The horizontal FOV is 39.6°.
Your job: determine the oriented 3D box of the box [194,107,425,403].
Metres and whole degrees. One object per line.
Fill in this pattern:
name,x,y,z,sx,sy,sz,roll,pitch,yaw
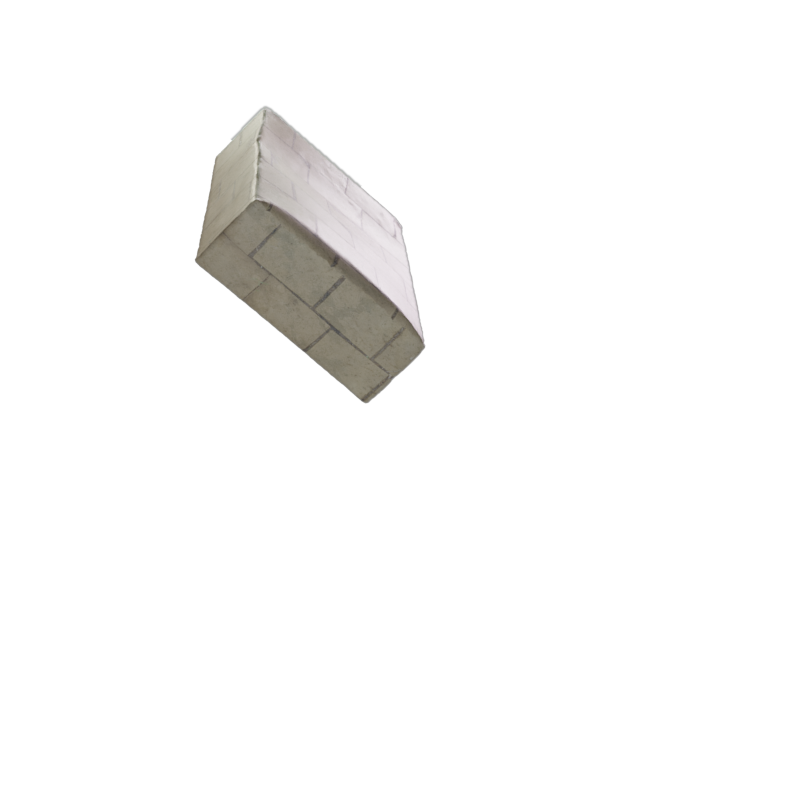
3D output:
box,-0.066,-0.120,0.840,0.157,0.071,0.227,39,21,-21
